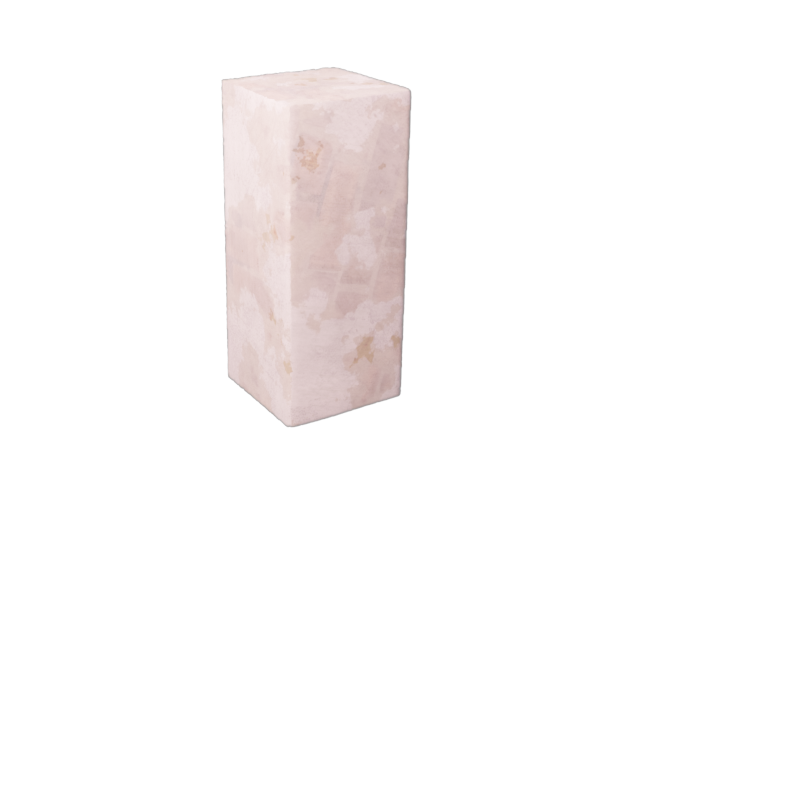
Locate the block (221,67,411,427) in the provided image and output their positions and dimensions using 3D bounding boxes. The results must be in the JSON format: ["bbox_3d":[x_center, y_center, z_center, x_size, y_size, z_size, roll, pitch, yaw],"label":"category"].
[{"bbox_3d":[-0.055,-0.102,0.716,0.088,0.197,0.097,-12,25,-31],"label":"block"}]
